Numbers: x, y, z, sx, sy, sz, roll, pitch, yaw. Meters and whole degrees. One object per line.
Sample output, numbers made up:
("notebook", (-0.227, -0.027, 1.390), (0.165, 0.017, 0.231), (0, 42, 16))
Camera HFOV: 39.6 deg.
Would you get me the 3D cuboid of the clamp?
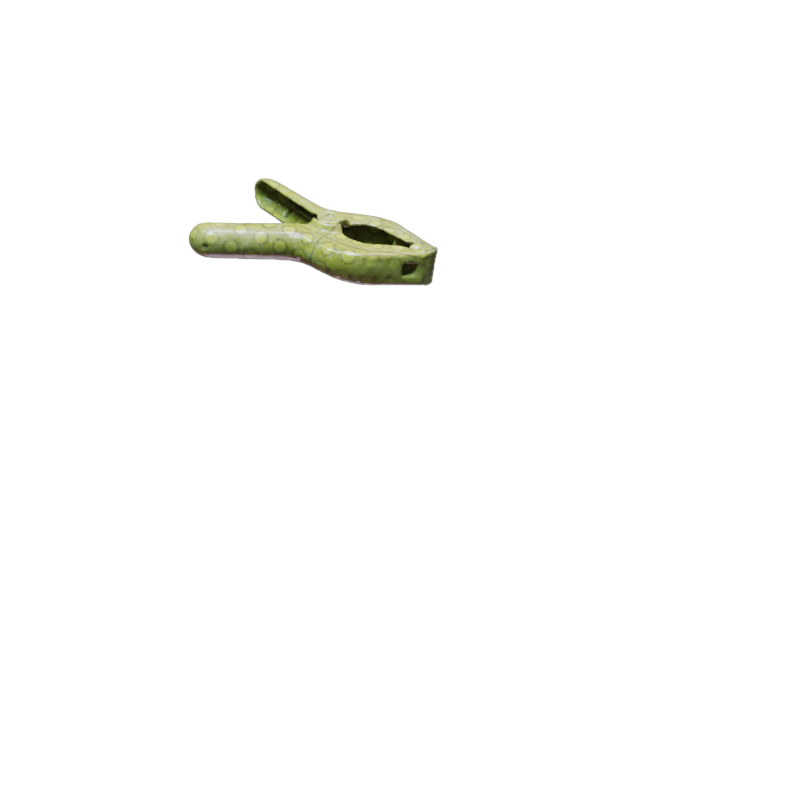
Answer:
("clamp", (-0.062, -0.114, 0.795), (0.180, 0.037, 0.122), (19, 39, 25))
